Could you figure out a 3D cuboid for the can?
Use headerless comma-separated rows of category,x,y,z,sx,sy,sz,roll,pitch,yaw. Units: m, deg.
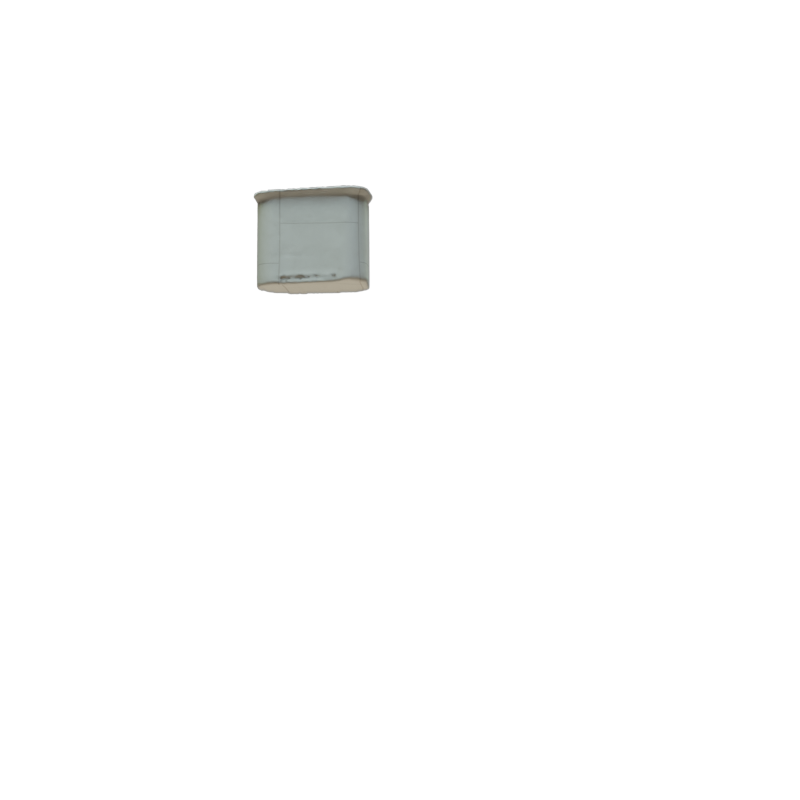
can,-0.076,-0.138,0.964,0.103,0.086,0.055,-2,-10,10
